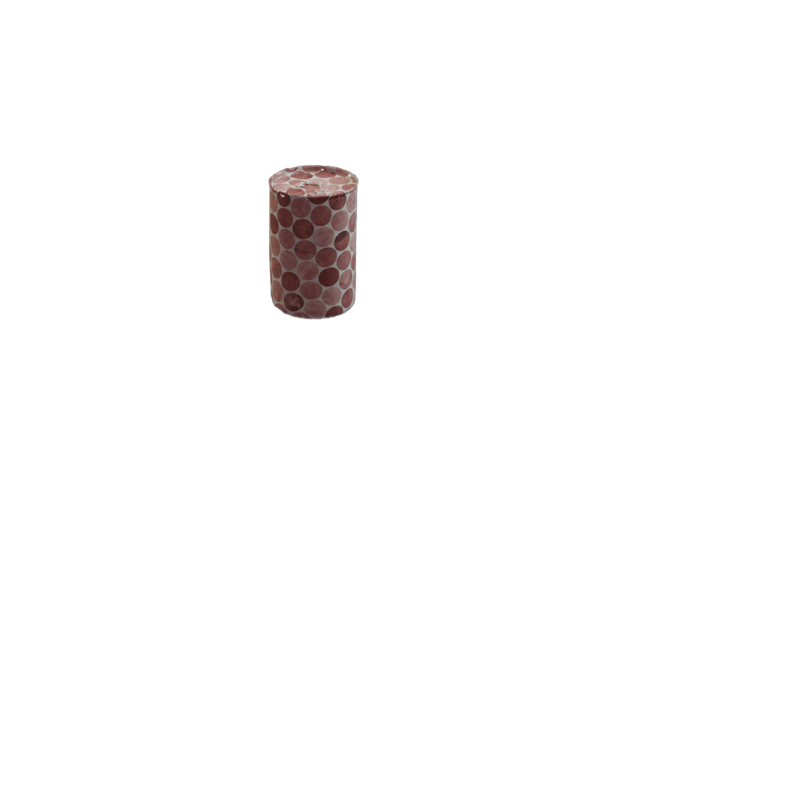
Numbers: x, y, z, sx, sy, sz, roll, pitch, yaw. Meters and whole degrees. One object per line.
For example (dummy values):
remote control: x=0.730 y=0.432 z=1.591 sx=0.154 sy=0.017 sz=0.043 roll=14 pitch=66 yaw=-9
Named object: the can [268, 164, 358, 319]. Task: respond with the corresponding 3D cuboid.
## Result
can: x=-0.067 y=-0.122 z=0.853 sx=0.068 sy=0.097 sz=0.072 roll=0 pitch=26 yaw=-2
